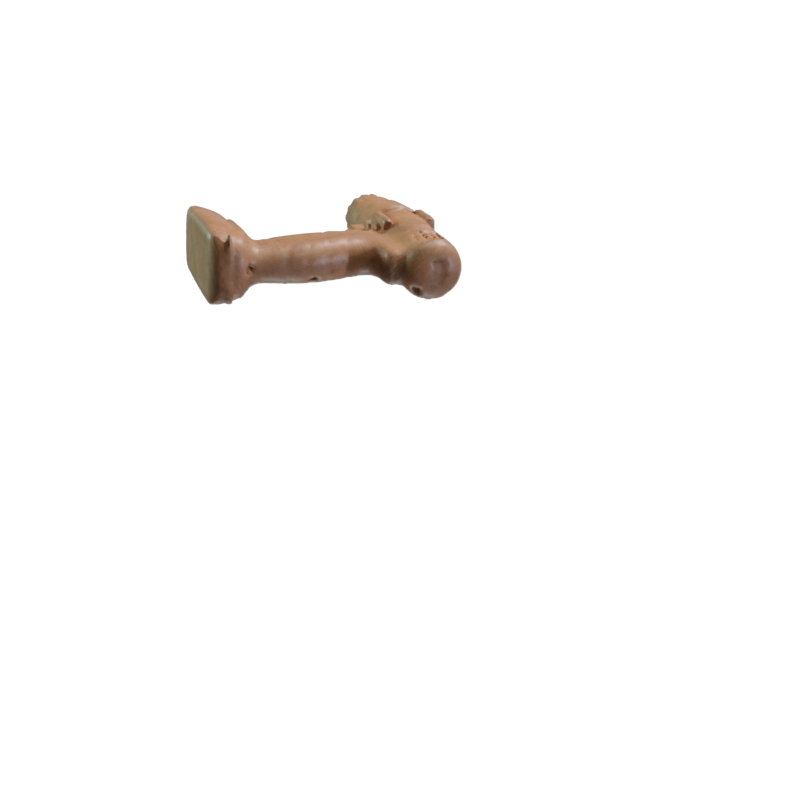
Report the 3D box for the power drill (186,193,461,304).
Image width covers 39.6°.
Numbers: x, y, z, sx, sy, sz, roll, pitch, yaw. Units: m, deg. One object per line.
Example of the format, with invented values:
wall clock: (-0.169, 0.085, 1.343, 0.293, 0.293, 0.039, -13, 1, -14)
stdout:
power drill: (-0.067, -0.121, 0.850, 0.184, 0.055, 0.195, -6, 22, -16)
